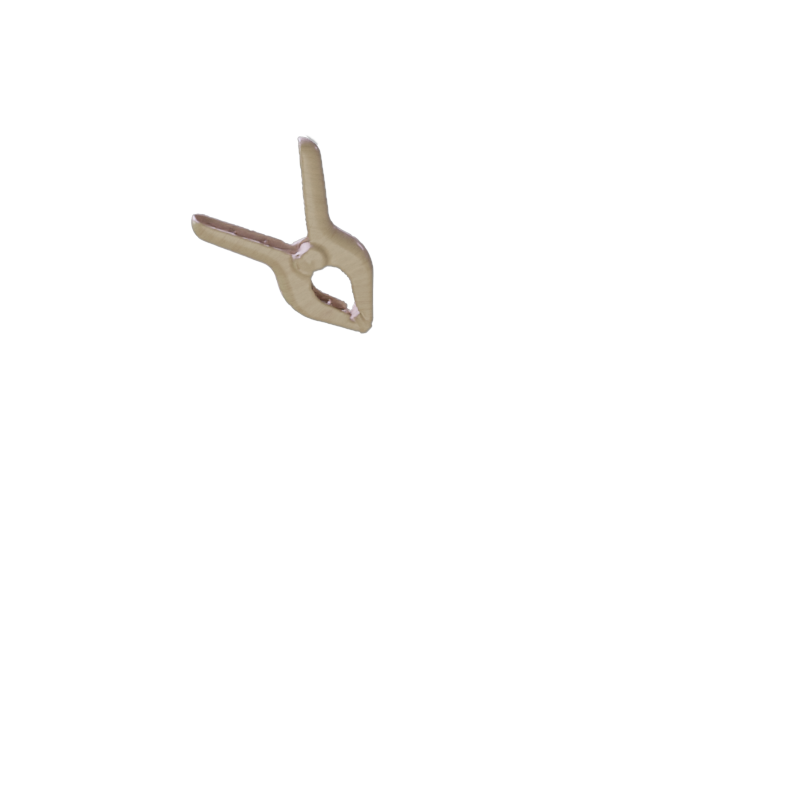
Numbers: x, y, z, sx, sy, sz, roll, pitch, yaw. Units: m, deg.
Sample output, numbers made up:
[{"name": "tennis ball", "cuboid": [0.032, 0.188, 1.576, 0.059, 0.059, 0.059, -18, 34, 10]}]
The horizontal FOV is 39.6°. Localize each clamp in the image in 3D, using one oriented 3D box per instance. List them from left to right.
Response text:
[{"name": "clamp", "cuboid": [-0.070, -0.128, 0.897, 0.163, 0.119, 0.042, 41, 23, -21]}]
